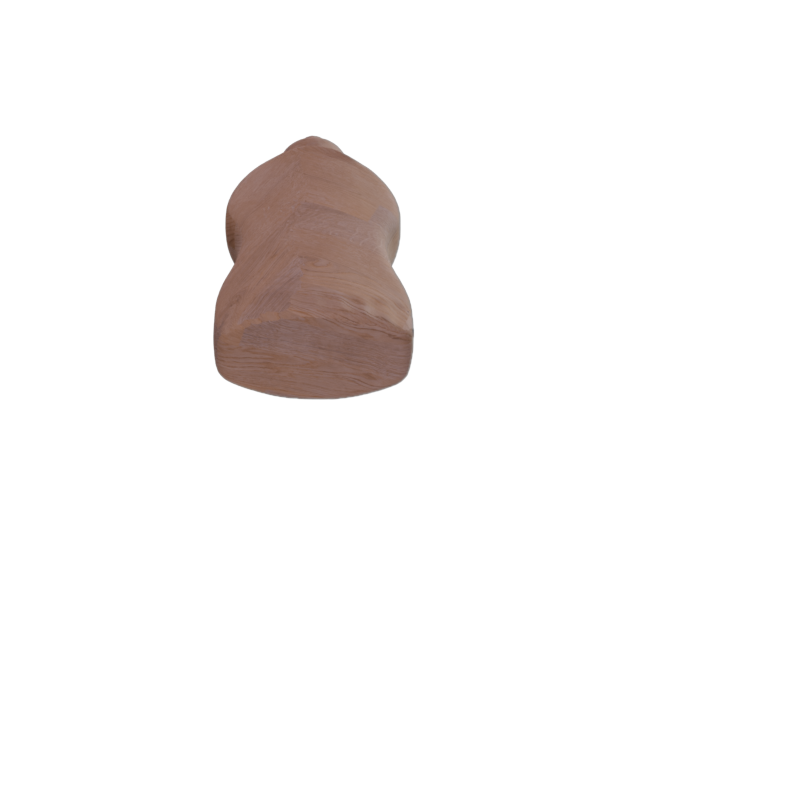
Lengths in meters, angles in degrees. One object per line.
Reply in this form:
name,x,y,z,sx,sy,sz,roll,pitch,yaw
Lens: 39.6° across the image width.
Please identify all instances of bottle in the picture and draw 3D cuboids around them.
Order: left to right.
bottle,-0.047,-0.086,0.599,0.096,0.054,0.206,-1,41,-2
